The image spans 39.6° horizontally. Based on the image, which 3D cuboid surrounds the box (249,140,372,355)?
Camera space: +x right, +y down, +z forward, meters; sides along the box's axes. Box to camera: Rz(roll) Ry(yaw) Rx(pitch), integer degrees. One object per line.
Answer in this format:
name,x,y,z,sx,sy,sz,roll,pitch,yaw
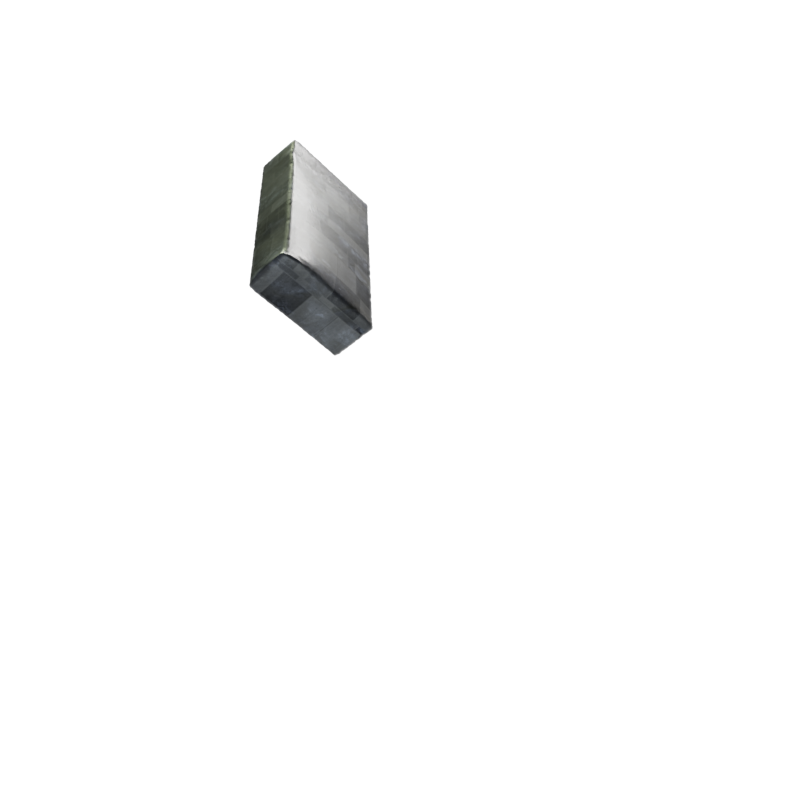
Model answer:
box,-0.069,-0.125,0.875,0.088,0.047,0.188,39,25,-27
